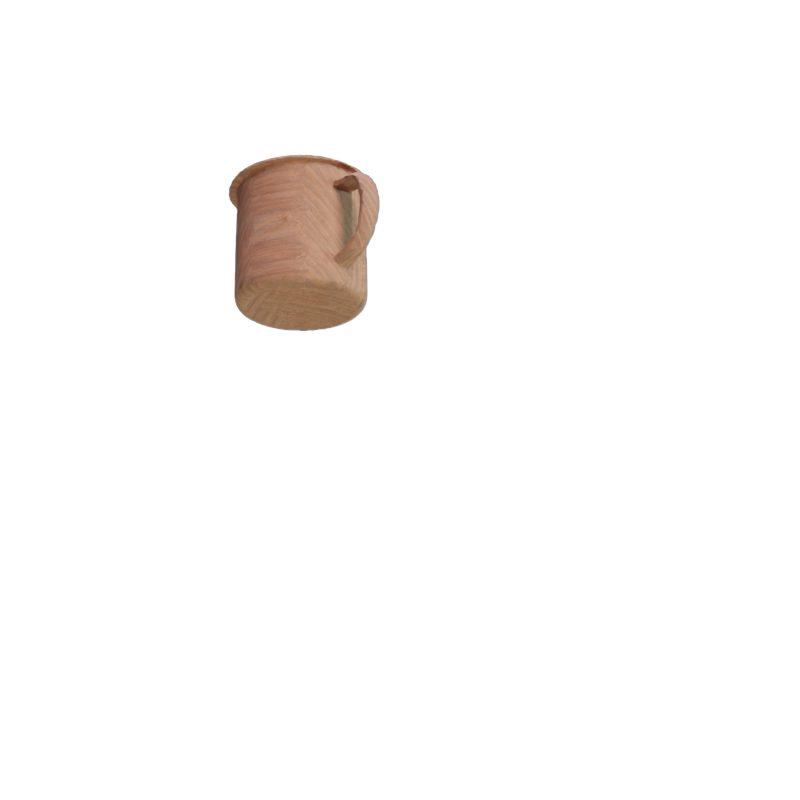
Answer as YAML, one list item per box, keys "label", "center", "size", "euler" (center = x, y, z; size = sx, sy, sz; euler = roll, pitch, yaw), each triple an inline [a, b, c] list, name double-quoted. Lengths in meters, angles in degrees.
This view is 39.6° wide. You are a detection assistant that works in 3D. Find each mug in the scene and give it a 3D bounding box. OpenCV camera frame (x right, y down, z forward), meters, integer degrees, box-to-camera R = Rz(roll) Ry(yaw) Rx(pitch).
- label: "mug"
  center: [-0.053, -0.098, 0.683]
  size: [0.088, 0.086, 0.117]
  euler: [19, -30, -38]
